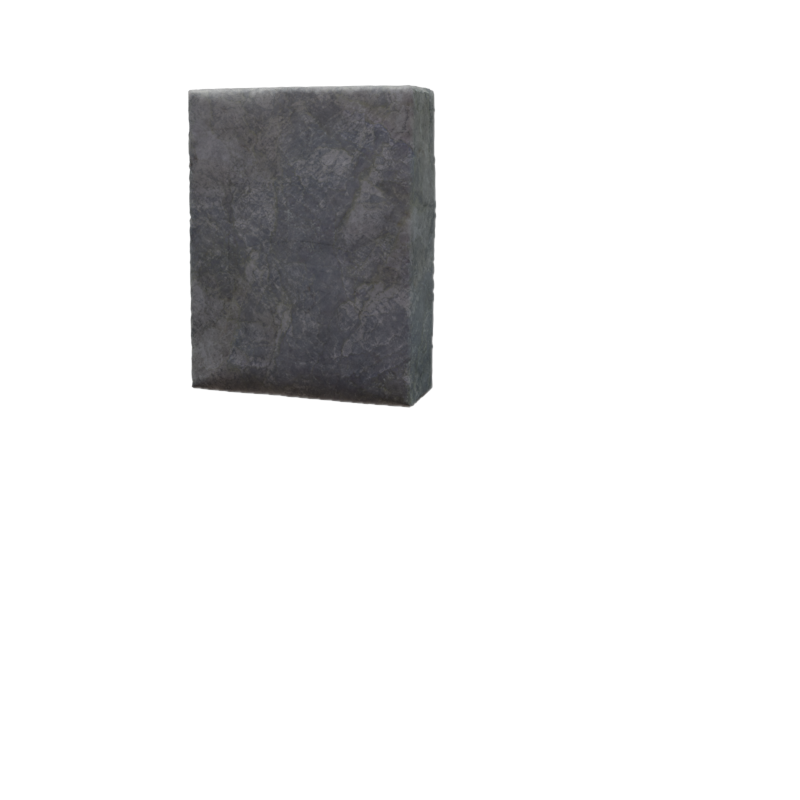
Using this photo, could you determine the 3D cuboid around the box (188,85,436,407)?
[{"bbox_3d":[-0.061,-0.111,0.779,0.168,0.211,0.071,3,7,19],"label":"box"}]
